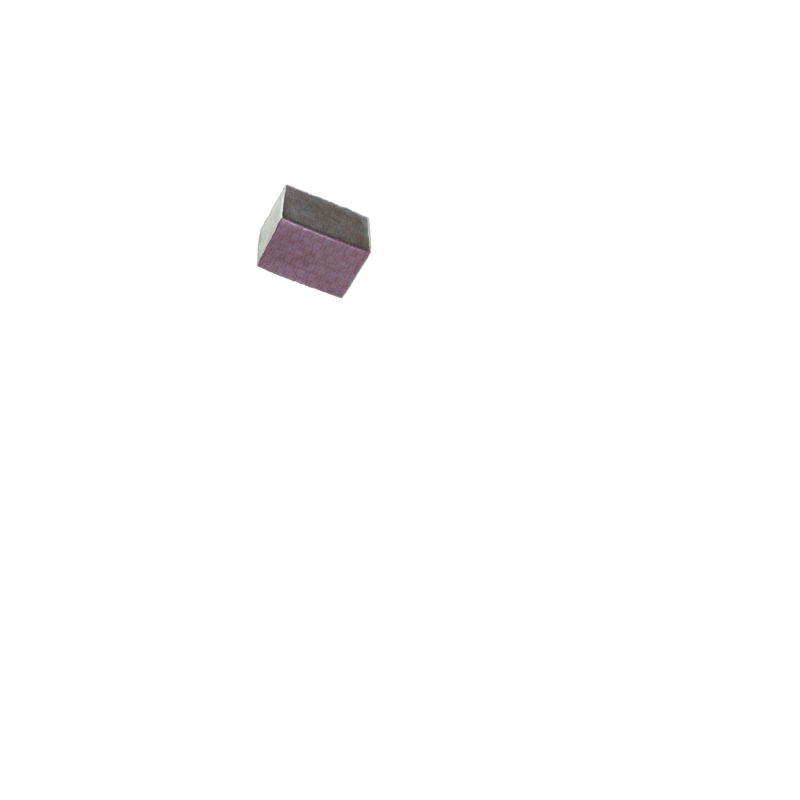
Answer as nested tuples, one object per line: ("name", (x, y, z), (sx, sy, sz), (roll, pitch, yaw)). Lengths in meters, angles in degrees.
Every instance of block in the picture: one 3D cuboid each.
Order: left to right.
("block", (-0.069, -0.126, 0.881), (0.075, 0.051, 0.055), (21, 35, -17))
